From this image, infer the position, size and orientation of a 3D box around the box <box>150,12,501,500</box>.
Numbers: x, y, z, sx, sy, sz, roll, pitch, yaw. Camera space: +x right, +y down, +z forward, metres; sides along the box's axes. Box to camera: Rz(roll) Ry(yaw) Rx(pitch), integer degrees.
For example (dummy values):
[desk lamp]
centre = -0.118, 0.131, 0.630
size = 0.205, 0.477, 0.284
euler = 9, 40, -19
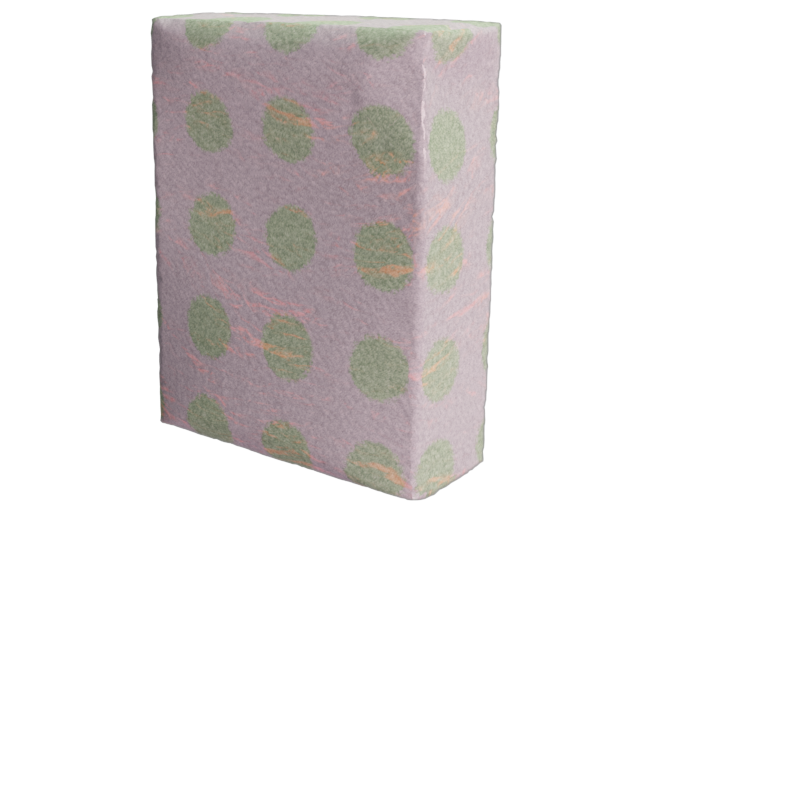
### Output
[box]
centre = -0.042, -0.077, 0.538
size = 0.172, 0.206, 0.071
euler = 13, 19, 34
